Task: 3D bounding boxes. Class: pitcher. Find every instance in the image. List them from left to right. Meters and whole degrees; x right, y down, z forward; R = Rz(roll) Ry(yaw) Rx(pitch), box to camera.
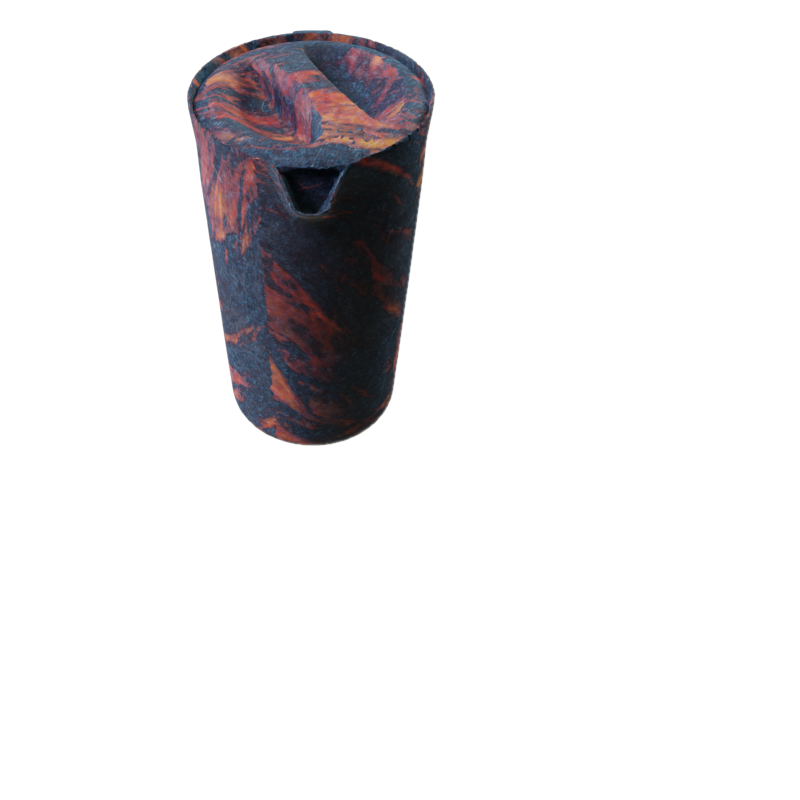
[{"bbox_3d":[-0.053,-0.097,0.677,0.154,0.226,0.150,33,51,28],"label":"pitcher"}]
